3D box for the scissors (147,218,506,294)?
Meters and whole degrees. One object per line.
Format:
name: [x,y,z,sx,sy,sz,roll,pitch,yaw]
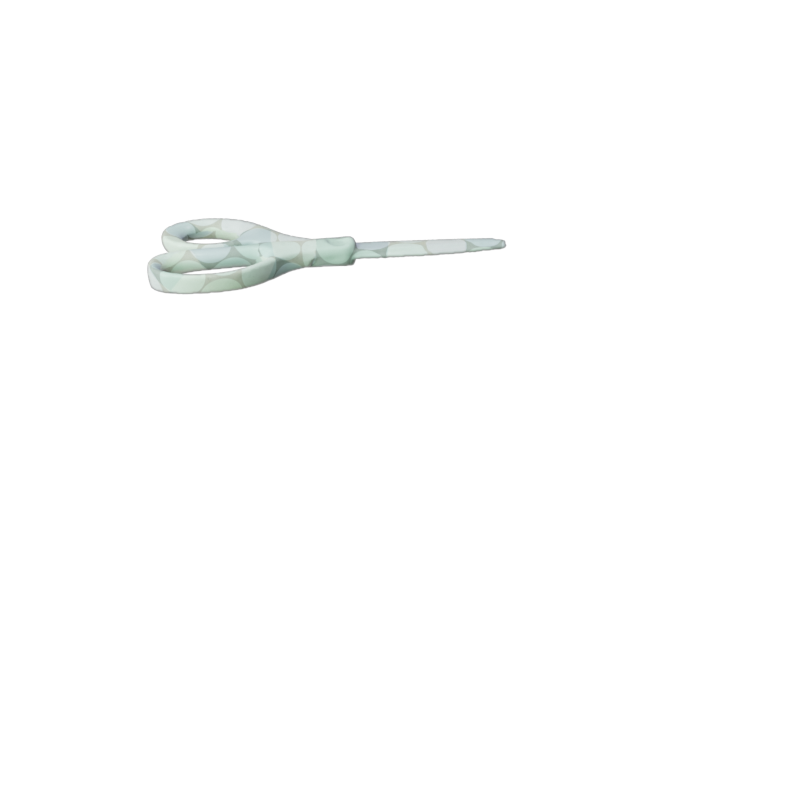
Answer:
scissors: [-0.050,-0.091,0.641,0.198,0.015,0.103,-12,30,-21]
